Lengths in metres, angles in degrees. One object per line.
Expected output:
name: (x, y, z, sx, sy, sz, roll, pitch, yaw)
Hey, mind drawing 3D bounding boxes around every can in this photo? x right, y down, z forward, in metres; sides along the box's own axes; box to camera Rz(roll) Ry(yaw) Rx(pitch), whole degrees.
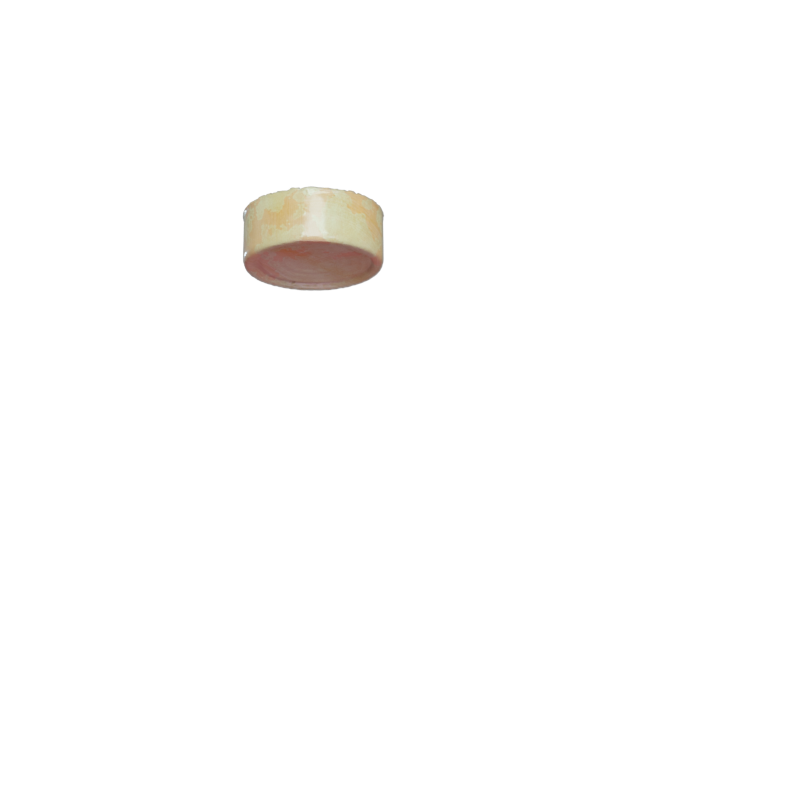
can: (-0.052, -0.095, 0.667, 0.086, 0.035, 0.082, 0, -16, -2)
